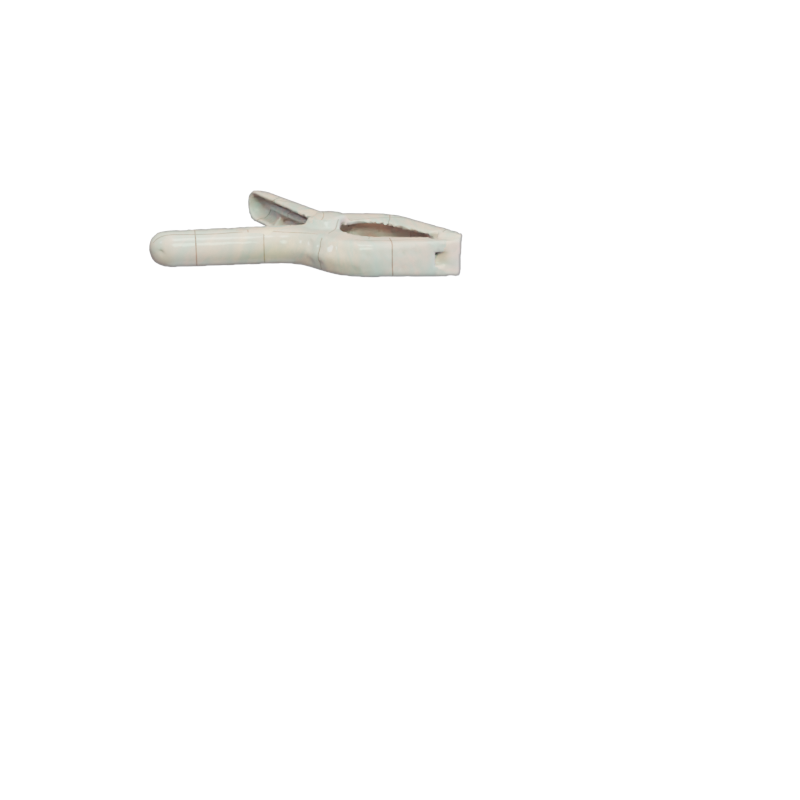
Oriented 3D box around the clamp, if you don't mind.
[{"bbox_3d":[-0.062,-0.113,0.794,0.219,0.035,0.165,12,26,26],"label":"clamp"}]
